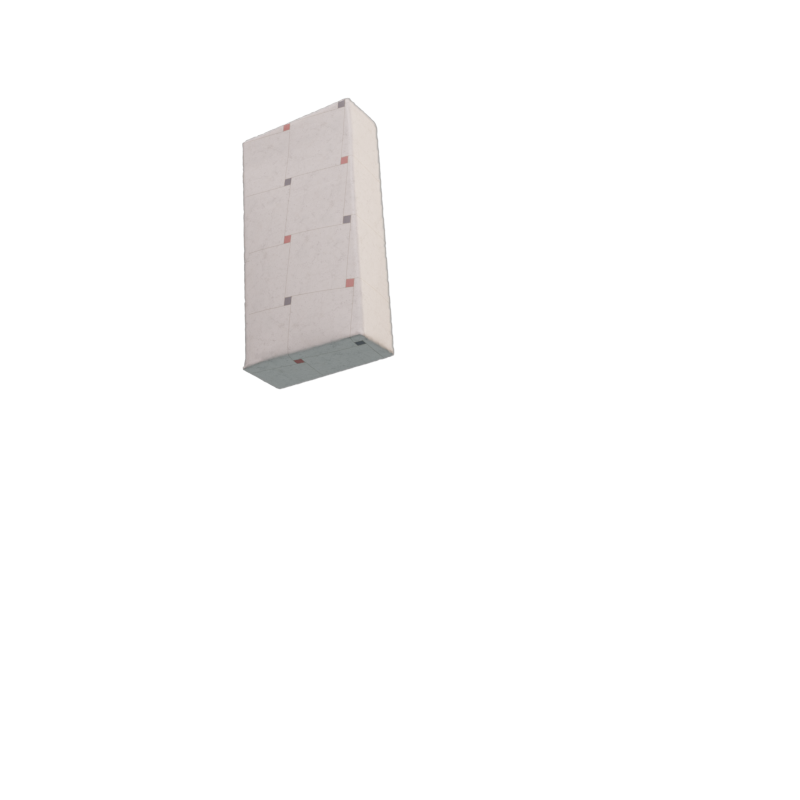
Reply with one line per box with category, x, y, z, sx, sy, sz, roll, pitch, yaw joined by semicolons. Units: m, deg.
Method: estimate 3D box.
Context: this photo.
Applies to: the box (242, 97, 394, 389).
box;-0.057;-0.104;0.732;0.094;0.187;0.045;-18;-32;27
